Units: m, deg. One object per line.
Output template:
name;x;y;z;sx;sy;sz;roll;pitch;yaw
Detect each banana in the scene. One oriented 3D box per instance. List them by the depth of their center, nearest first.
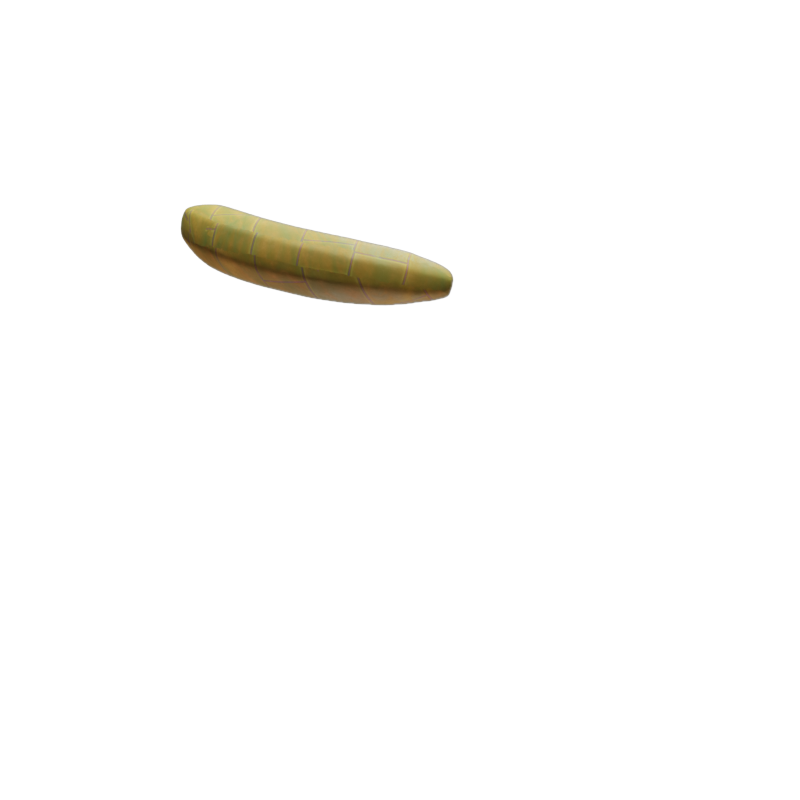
banana;-0.066;-0.088;0.645;0.210;0.035;0.069;22;33;37
